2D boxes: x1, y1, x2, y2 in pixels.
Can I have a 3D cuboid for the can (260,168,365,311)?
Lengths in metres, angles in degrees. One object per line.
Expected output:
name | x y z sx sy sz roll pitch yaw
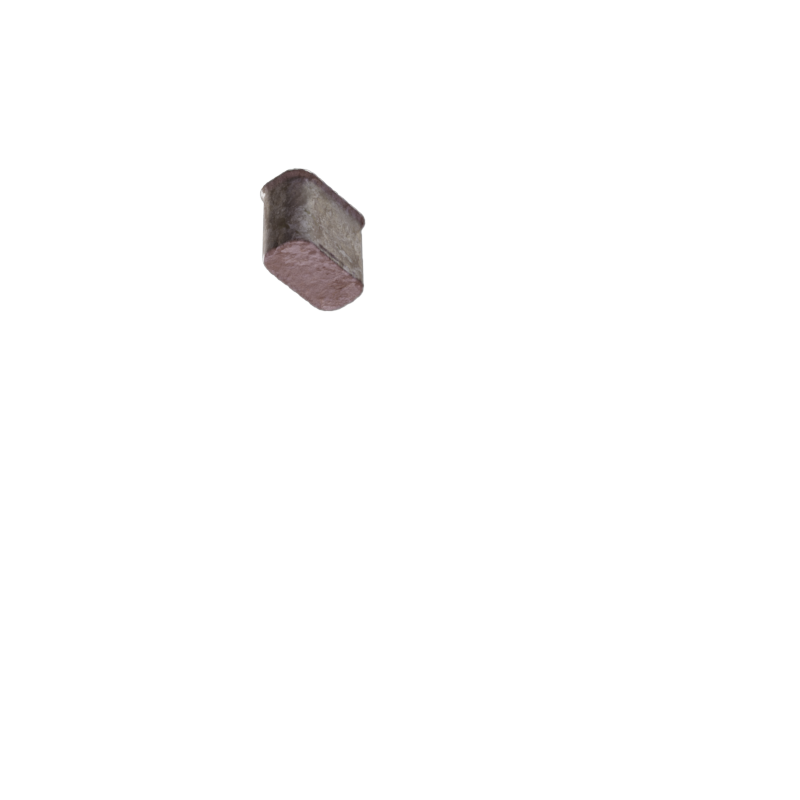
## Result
can | -0.076 -0.138 0.965 0.057 0.090 0.095 -28 -46 28
